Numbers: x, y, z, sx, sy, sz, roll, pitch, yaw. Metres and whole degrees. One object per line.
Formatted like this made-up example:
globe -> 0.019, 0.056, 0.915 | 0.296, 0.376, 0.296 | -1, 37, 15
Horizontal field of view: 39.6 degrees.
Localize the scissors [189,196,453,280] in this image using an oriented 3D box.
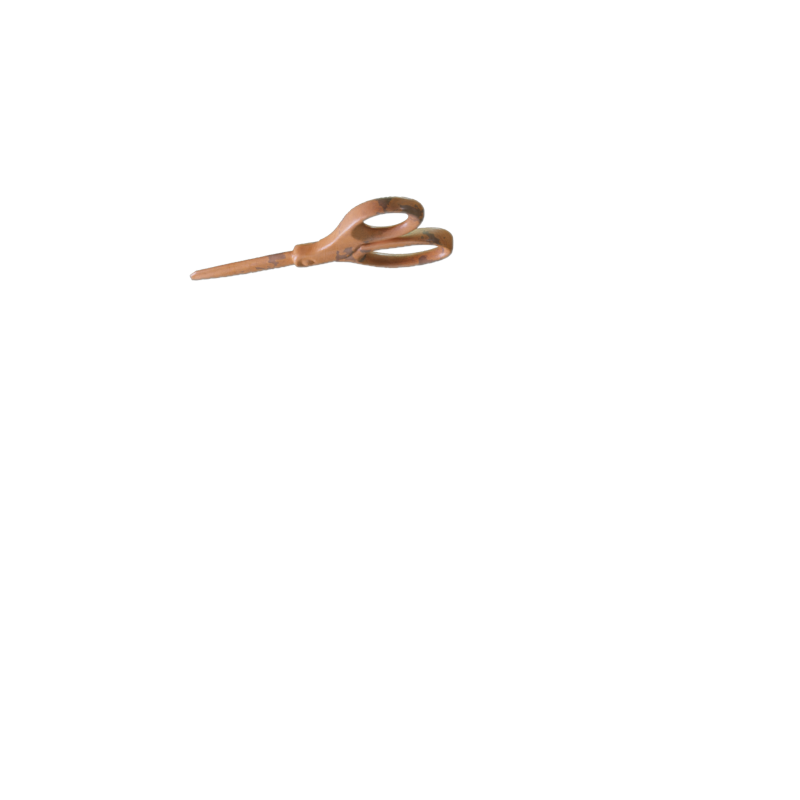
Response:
scissors -> -0.063, -0.115, 0.804 | 0.203, 0.017, 0.090 | -2, -23, 5
